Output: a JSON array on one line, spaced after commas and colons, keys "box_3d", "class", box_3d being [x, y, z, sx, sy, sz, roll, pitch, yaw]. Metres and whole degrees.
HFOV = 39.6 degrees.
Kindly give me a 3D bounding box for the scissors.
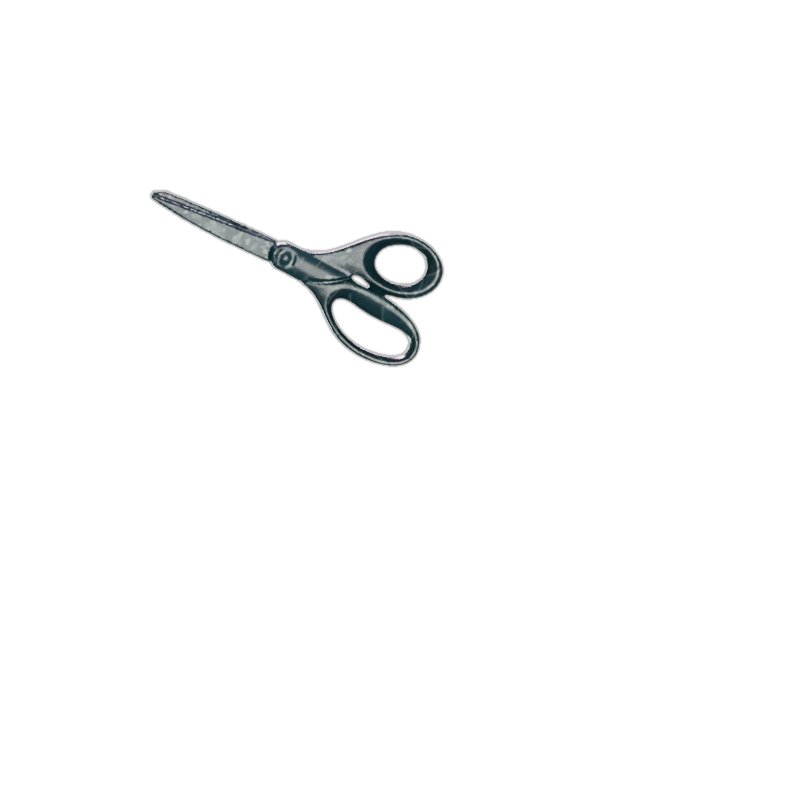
[{"box_3d": [-0.057, -0.104, 0.730, 0.200, 0.096, 0.016, 41, 3, -2], "class": "scissors"}]
